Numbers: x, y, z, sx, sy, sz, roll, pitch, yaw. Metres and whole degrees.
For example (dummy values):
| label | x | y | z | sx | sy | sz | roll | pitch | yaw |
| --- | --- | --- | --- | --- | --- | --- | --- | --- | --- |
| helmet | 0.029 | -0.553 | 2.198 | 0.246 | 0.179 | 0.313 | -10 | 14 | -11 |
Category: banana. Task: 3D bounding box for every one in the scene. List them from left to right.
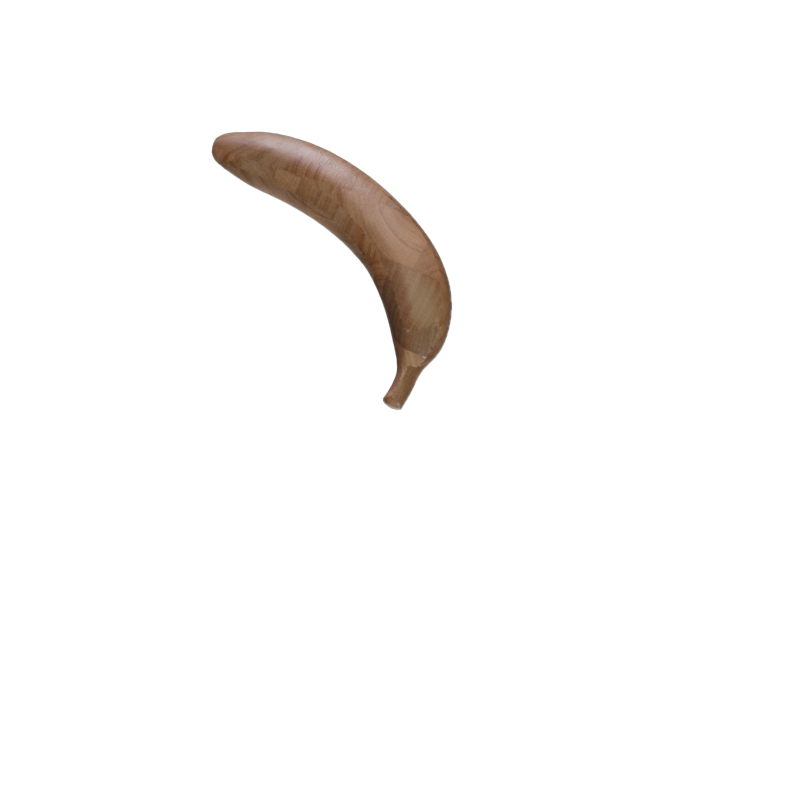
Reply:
| label | x | y | z | sx | sy | sz | roll | pitch | yaw |
| --- | --- | --- | --- | --- | --- | --- | --- | --- | --- |
| banana | -0.029 | -0.090 | 0.597 | 0.069 | 0.212 | 0.034 | -26 | -31 | -17 |
